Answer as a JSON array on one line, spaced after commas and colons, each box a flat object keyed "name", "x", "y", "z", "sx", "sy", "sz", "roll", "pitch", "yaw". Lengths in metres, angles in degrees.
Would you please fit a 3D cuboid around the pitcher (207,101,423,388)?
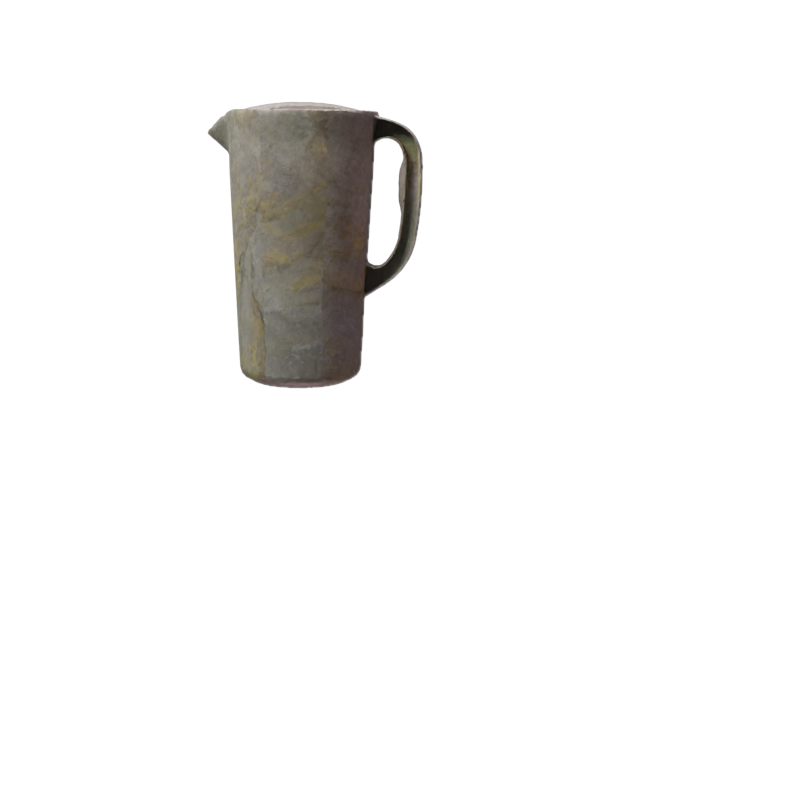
[{"name": "pitcher", "x": -0.076, "y": -0.139, "z": 0.973, "sx": 0.140, "sy": 0.239, "sz": 0.157, "roll": -6, "pitch": 10, "yaw": -40}]
